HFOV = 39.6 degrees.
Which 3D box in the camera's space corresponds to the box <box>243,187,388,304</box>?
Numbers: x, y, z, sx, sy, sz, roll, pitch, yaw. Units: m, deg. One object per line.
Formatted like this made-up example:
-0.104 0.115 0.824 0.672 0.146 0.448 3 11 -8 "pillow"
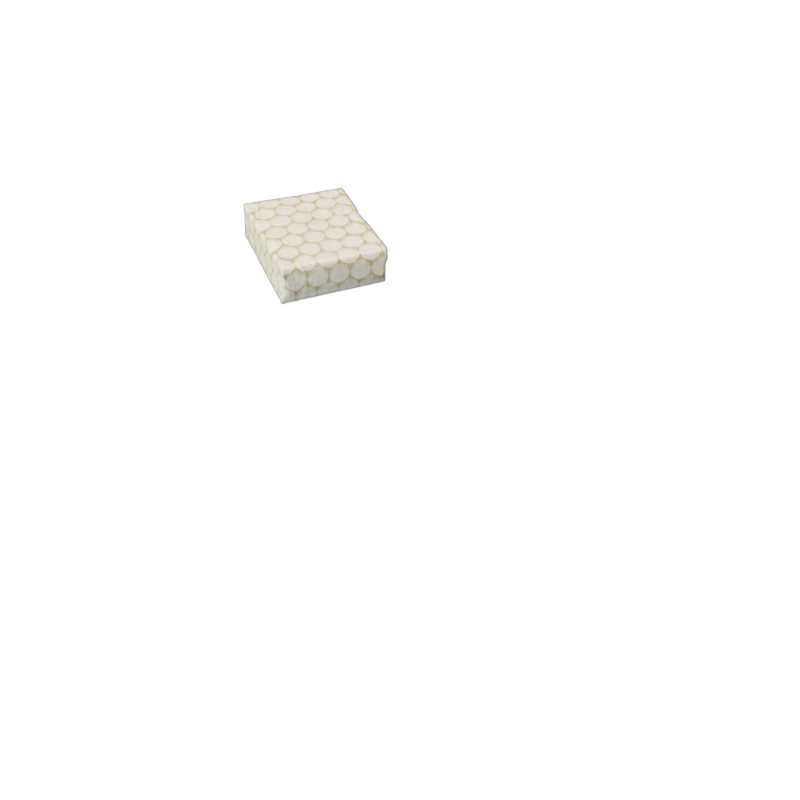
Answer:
-0.058 -0.106 0.742 0.072 0.028 0.097 -13 39 -16 "box"
